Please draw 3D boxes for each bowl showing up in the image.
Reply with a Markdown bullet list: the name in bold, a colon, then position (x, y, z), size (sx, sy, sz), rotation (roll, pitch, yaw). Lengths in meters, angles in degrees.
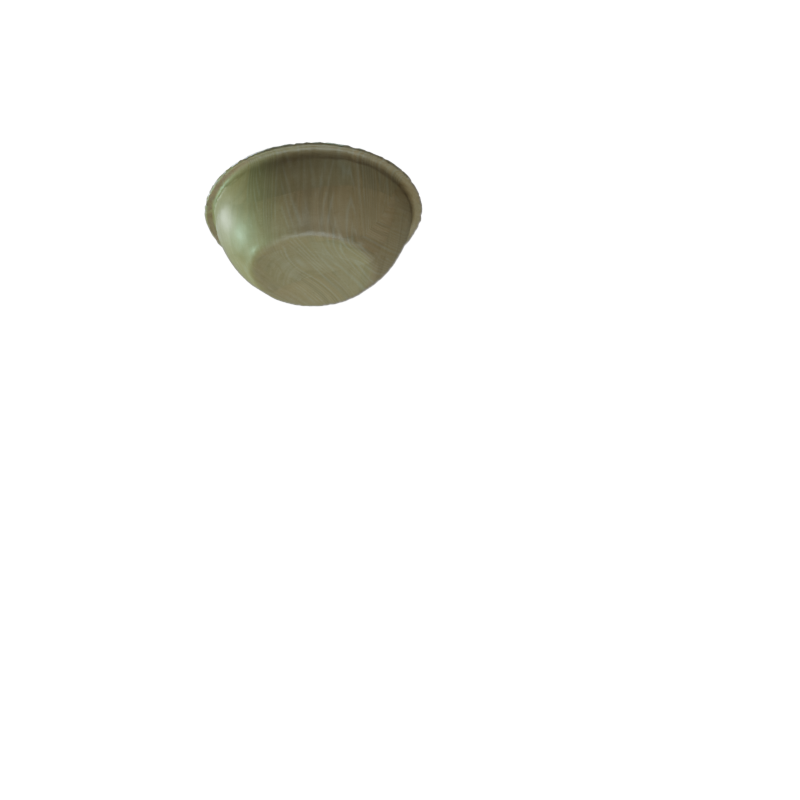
- **bowl**: position (-0.064, -0.116, 0.811), size (0.162, 0.059, 0.152), rotation (1, -31, -2)
